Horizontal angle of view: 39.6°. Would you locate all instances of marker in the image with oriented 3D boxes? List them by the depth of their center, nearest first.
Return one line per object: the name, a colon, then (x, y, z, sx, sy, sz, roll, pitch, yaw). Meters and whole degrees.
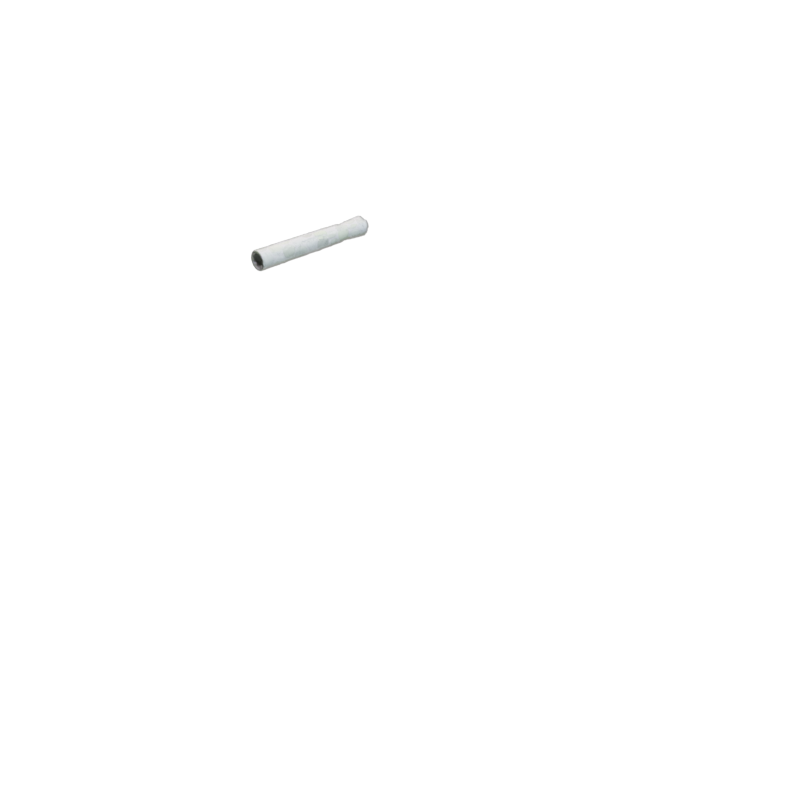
marker: (-0.075, -0.137, 0.962, 0.120, 0.019, 0.021, -25, 18, -35)
